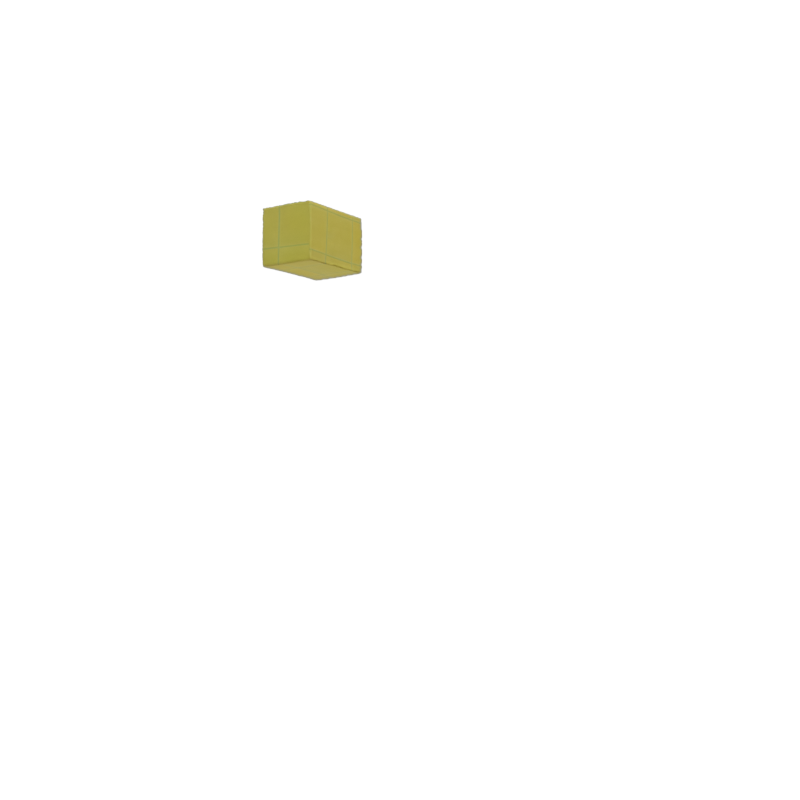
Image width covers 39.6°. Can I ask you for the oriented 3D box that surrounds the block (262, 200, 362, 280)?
[{"bbox_3d":[-0.074,-0.136,0.950,0.054,0.053,0.074,-6,-10,33],"label":"block"}]
